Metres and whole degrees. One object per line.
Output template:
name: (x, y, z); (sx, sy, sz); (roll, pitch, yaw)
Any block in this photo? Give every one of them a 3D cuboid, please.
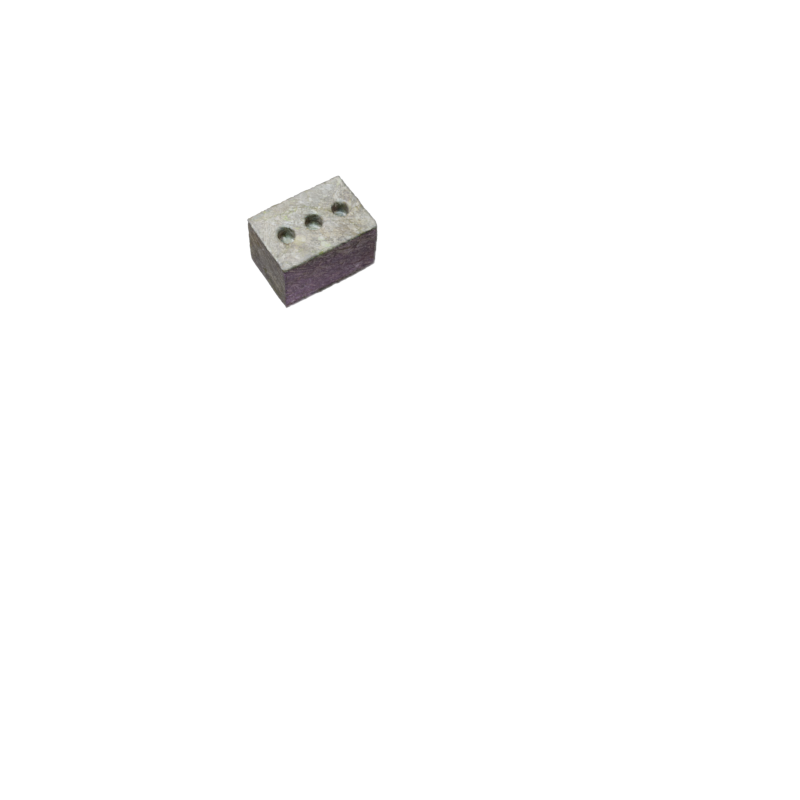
block: (-0.062, -0.112, 0.787); (0.078, 0.056, 0.048); (-29, -26, -17)
